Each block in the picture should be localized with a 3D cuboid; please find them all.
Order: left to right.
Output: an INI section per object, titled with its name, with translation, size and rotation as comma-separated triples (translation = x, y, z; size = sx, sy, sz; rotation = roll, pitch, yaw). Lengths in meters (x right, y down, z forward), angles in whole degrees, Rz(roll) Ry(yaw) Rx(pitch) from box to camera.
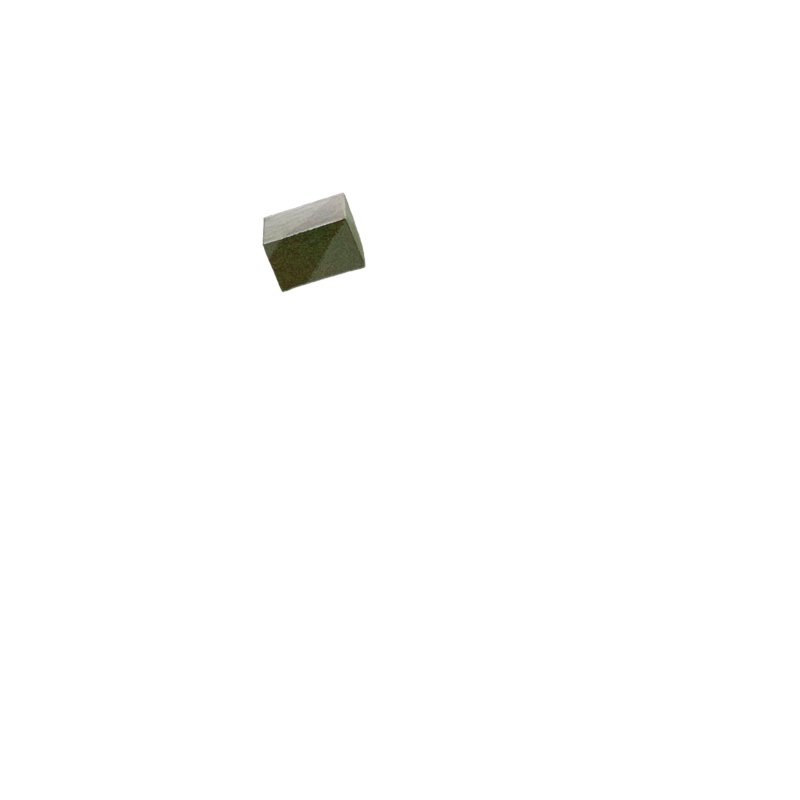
[block]
translation = -0.075, -0.137, 0.962
size = 0.078, 0.049, 0.055
rotation = -15, 33, 8
